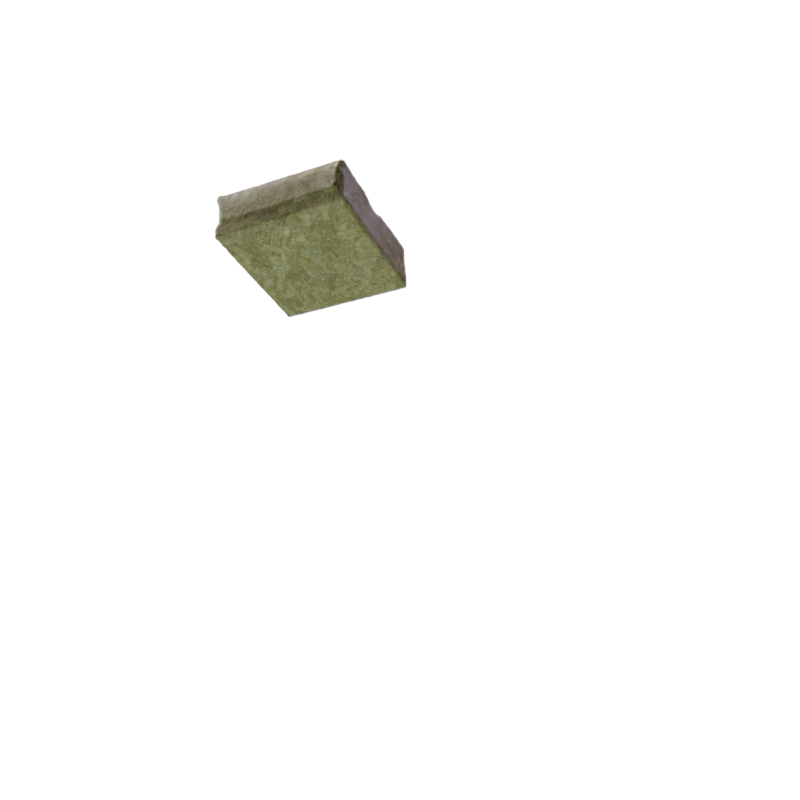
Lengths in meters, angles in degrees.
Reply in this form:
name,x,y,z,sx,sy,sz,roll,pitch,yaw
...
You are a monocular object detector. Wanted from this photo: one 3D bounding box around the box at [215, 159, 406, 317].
name,x,y,z,sx,sy,sz,roll,pitch,yaw
box,-0.047,-0.085,0.594,0.074,0.032,0.082,-13,-34,20
